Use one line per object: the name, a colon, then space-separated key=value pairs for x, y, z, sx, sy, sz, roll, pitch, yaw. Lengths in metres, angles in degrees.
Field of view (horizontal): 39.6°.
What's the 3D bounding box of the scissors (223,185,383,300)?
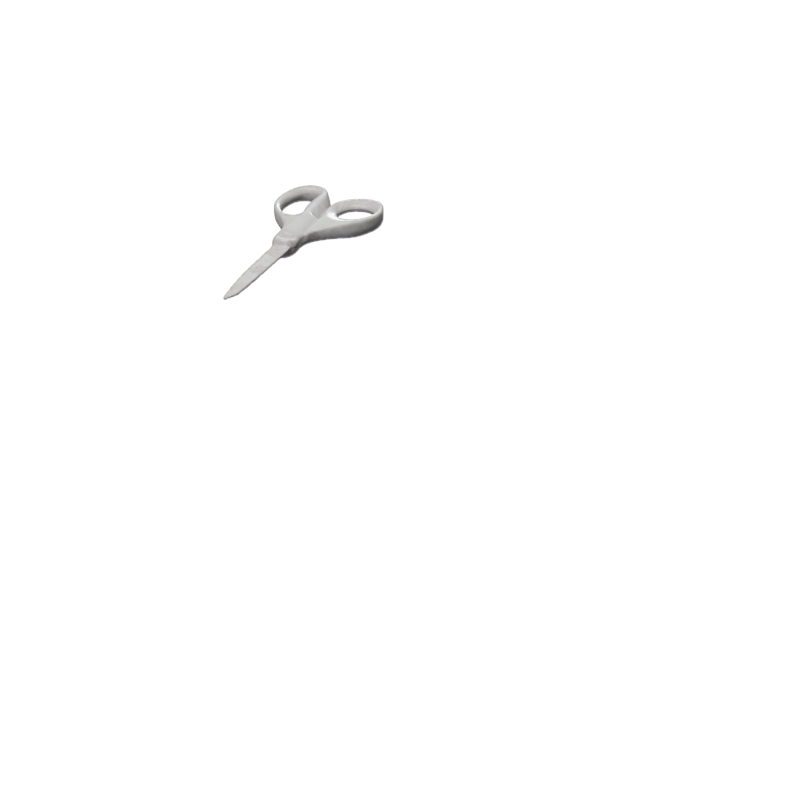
scissors: x=-0.064 y=-0.117 z=0.822 sx=0.097 sy=0.015 sz=0.212 roll=2 pitch=30 yaw=3
